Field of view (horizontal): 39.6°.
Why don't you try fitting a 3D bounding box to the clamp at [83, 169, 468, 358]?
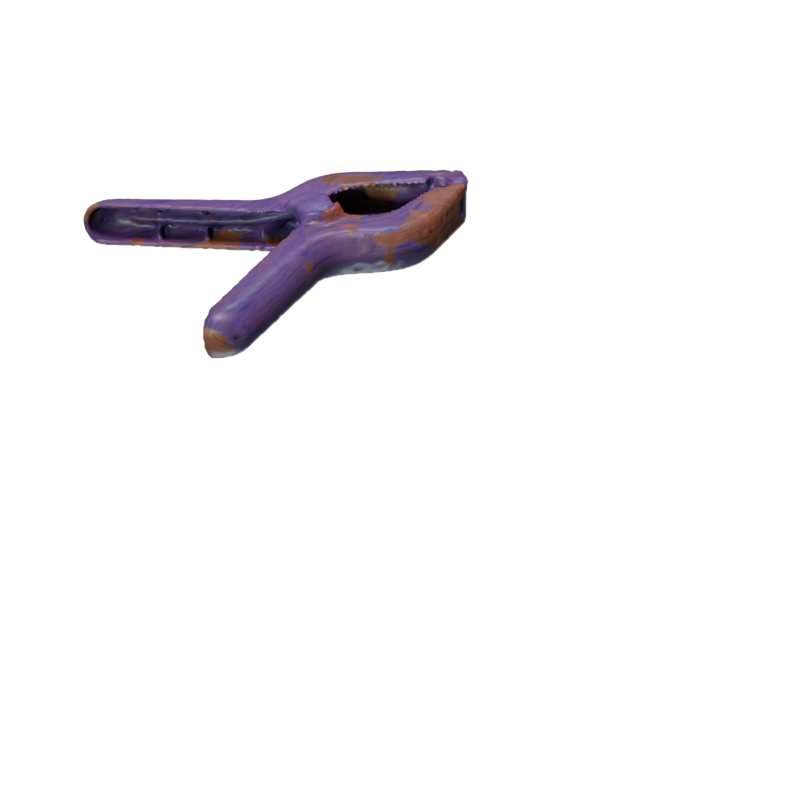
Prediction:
[{"bbox_3d":[-0.046,-0.084,0.585,0.207,0.034,0.177,-14,34,-22],"label":"clamp"}]
